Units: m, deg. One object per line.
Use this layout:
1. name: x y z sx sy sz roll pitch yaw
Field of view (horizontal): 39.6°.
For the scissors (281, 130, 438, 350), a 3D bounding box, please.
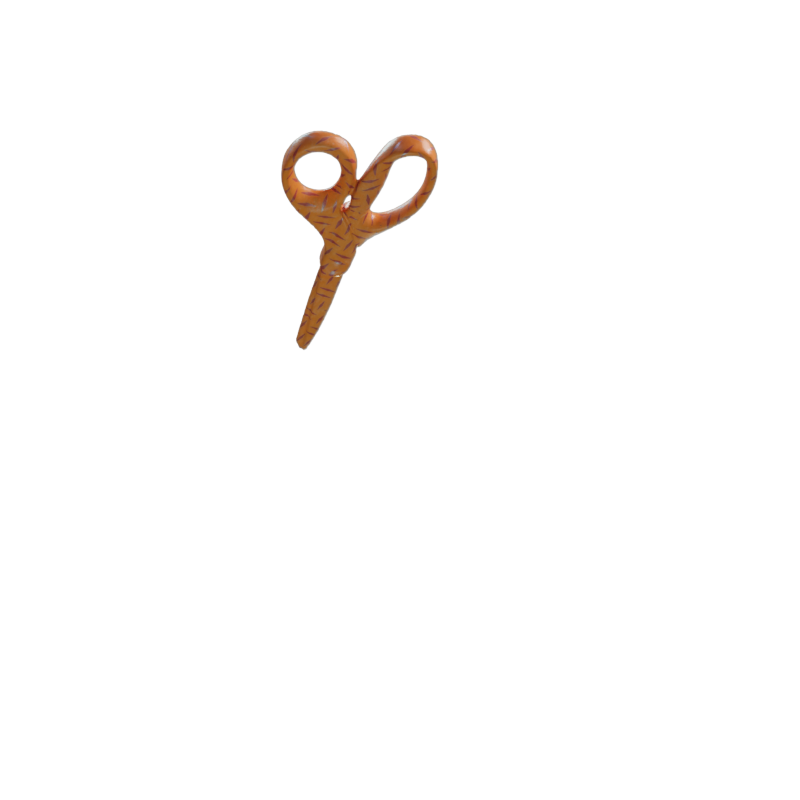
1. scissors: -0.052 -0.096 0.669 0.092 0.017 0.197 20 -41 -25
